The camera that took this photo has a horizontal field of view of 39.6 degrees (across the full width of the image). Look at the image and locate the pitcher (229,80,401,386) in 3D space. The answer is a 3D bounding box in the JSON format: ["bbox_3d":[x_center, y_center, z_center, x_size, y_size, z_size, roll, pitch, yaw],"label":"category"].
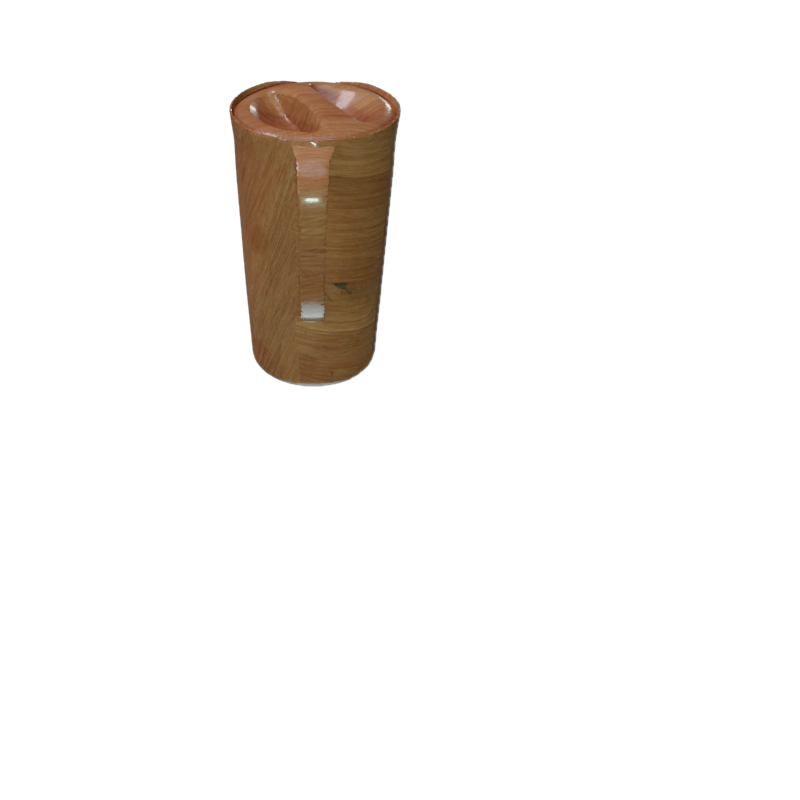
[{"bbox_3d":[-0.071,-0.130,0.908,0.154,0.228,0.149,27,40,34],"label":"pitcher"}]
